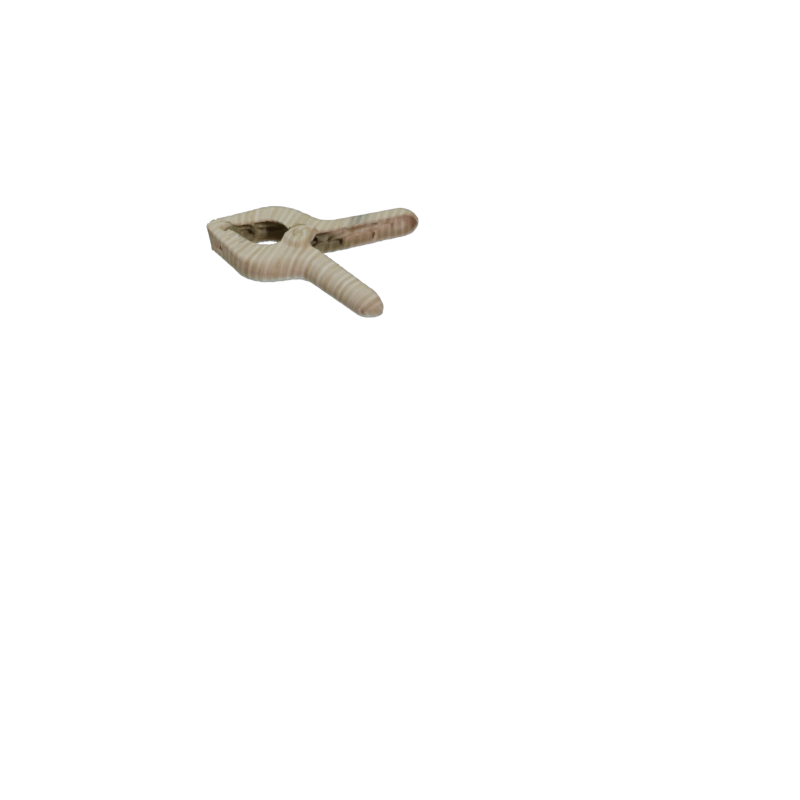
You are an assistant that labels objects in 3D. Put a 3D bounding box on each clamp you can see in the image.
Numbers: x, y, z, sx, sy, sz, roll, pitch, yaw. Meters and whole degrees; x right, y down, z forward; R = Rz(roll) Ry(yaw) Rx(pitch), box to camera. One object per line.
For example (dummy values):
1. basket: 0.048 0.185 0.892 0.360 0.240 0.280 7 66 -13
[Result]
1. clamp: -0.071 -0.129 0.906 0.178 0.037 0.124 18 44 20
